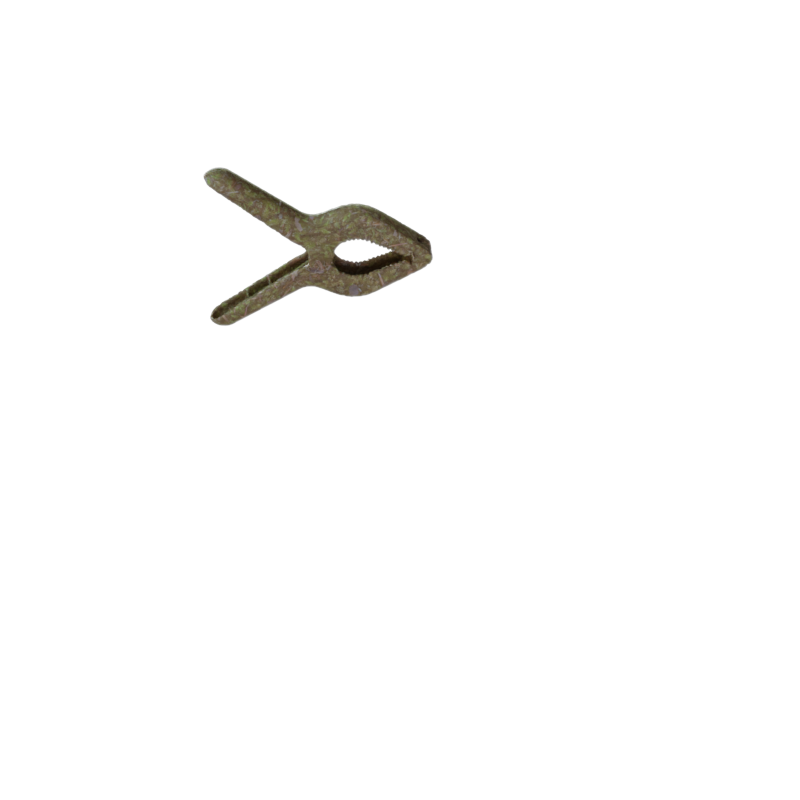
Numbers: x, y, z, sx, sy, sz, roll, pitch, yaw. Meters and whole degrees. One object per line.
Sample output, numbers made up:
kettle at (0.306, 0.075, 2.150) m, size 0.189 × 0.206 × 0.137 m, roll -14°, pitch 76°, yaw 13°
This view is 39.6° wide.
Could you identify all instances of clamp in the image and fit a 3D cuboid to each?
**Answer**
clamp at (-0.078, -0.142, 0.993) m, size 0.211 × 0.153 × 0.039 m, roll -4°, pitch 37°, yaw 3°
